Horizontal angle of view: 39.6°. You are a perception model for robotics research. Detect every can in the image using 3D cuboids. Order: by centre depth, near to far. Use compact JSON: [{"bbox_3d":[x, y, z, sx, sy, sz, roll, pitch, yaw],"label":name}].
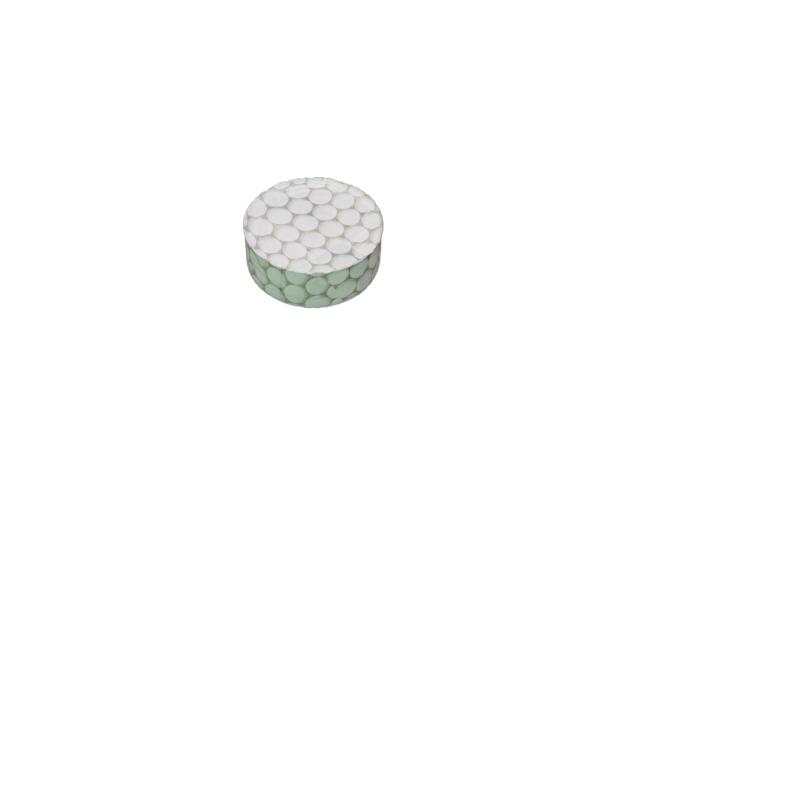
[{"bbox_3d":[-0.054,-0.098,0.686,0.086,0.092,0.031,-1,-42,-1],"label":"can"}]
